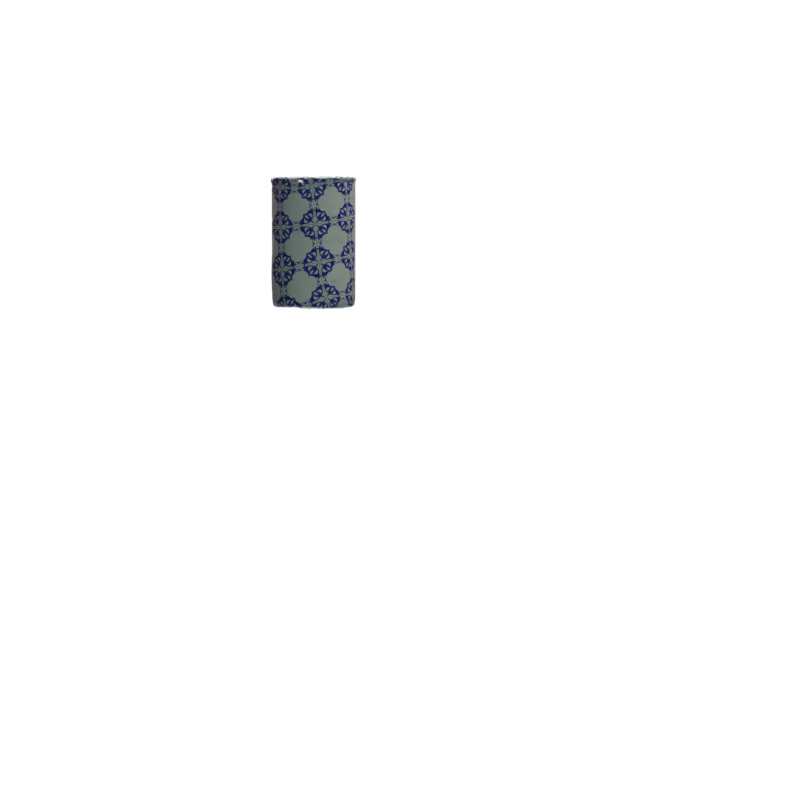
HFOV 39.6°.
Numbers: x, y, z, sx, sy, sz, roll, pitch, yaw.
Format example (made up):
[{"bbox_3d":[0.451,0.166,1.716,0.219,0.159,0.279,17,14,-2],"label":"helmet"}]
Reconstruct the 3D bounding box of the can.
[{"bbox_3d":[-0.069,-0.126,0.880,0.068,0.102,0.069,0,4,-2],"label":"can"}]
